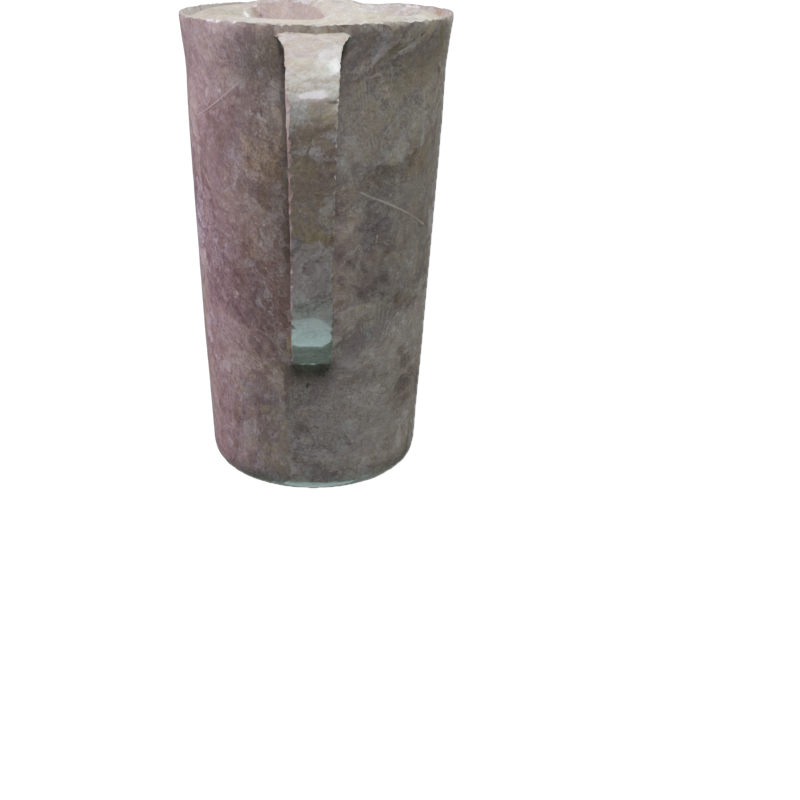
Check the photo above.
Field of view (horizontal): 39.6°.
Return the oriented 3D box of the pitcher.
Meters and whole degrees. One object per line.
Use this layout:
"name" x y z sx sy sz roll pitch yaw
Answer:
"pitcher" -0.044 -0.080 0.561 0.153 0.234 0.147 17 24 39
